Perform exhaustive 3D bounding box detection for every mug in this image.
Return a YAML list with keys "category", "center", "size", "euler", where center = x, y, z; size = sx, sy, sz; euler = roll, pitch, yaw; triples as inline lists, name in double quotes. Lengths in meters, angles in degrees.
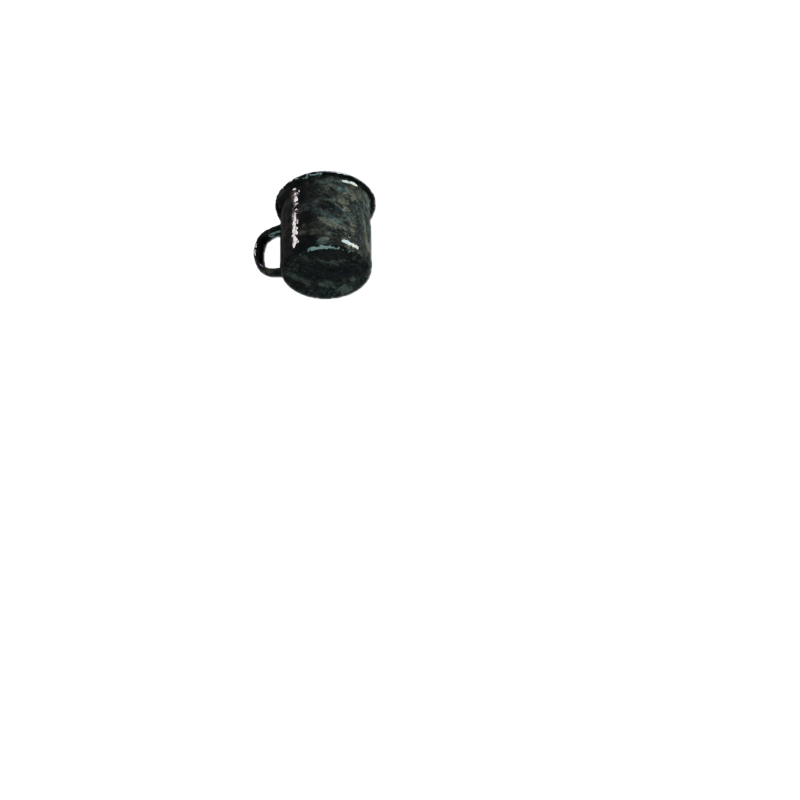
- category: "mug"
  center: [-0.078, -0.143, 0.999]
  size: [0.118, 0.087, 0.086]
  euler: [-12, -37, 15]
